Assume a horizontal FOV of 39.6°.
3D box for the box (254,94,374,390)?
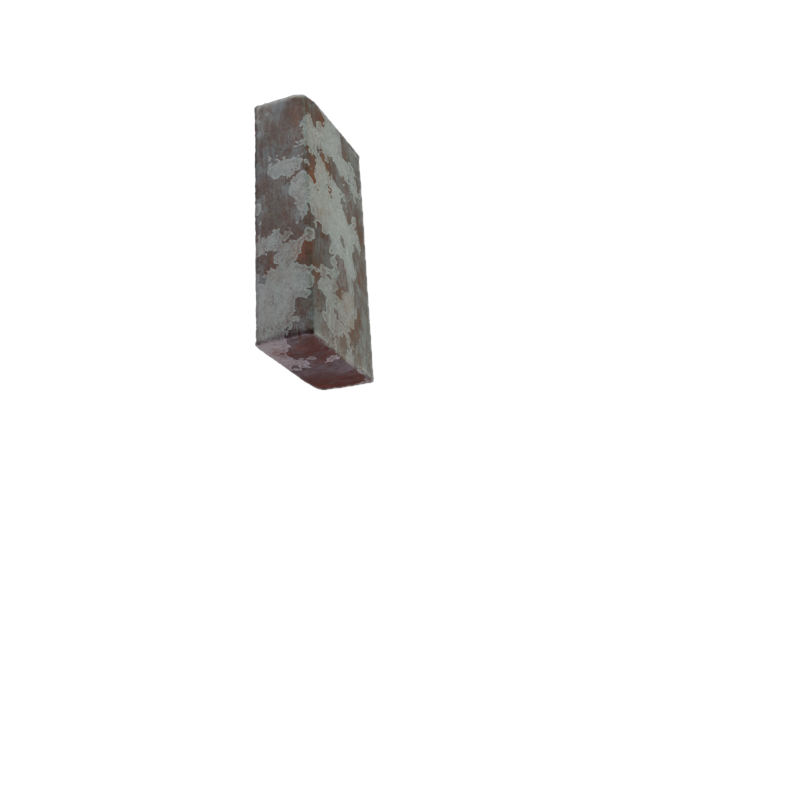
[{"bbox_3d":[-0.057,-0.104,0.726,0.049,0.187,0.087,-13,-27,21],"label":"box"}]
